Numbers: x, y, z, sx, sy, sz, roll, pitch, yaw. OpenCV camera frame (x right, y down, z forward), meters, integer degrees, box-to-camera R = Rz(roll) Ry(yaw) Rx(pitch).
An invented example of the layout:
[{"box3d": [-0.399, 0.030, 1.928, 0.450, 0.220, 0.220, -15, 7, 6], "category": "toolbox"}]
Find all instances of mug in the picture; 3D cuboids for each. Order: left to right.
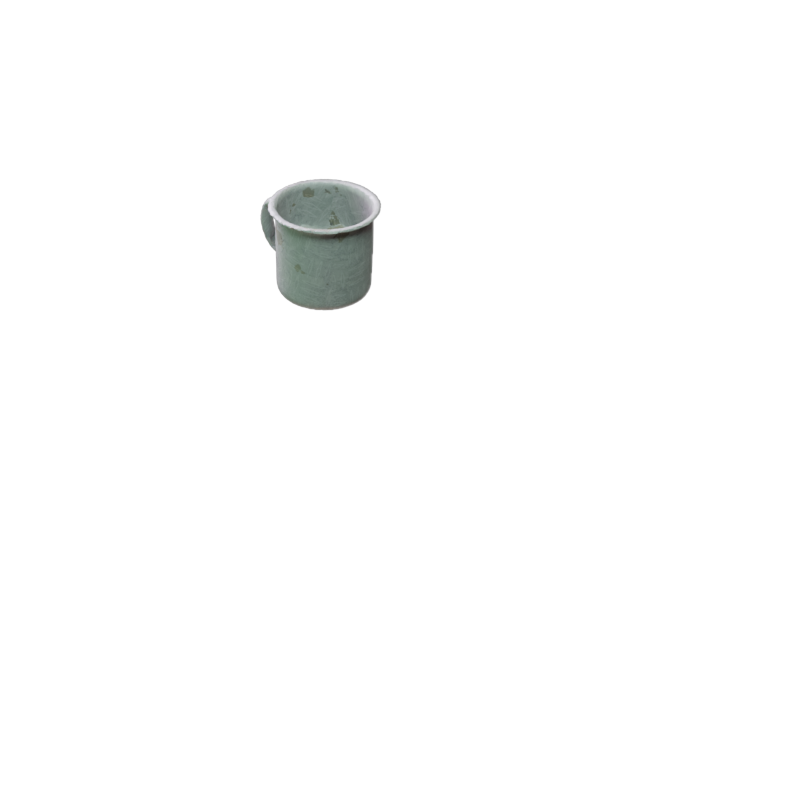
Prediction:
[{"box3d": [-0.073, -0.134, 0.938, 0.124, 0.076, 0.094, 25, 41, 30], "category": "mug"}]
